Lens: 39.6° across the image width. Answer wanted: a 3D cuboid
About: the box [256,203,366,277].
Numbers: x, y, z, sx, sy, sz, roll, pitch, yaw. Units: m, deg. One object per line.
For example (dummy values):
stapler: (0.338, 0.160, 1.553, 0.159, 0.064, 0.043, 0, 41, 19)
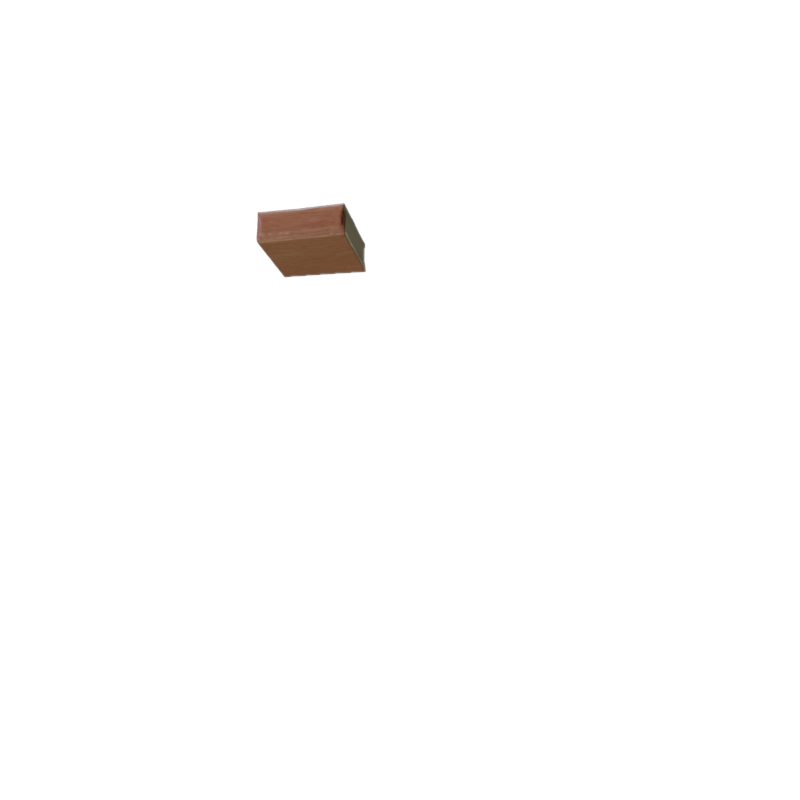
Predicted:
box: (-0.072, -0.131, 0.920, 0.074, 0.031, 0.084, -3, -16, 11)
